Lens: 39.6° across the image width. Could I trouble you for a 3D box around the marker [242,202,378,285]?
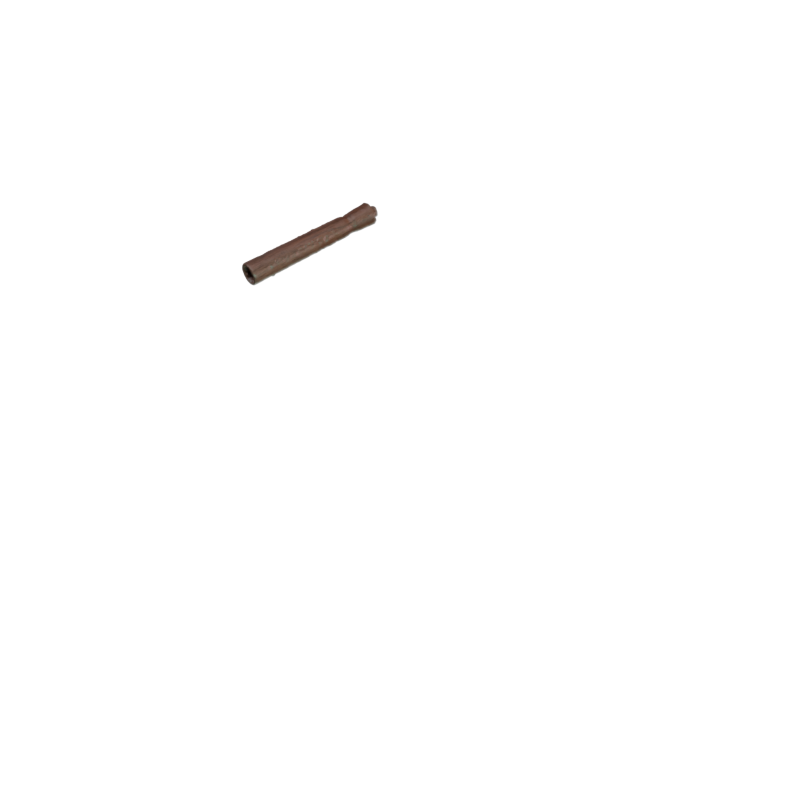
[{"bbox_3d":[-0.068,-0.123,0.863,0.121,0.019,0.020,-31,17,-24],"label":"marker"}]
